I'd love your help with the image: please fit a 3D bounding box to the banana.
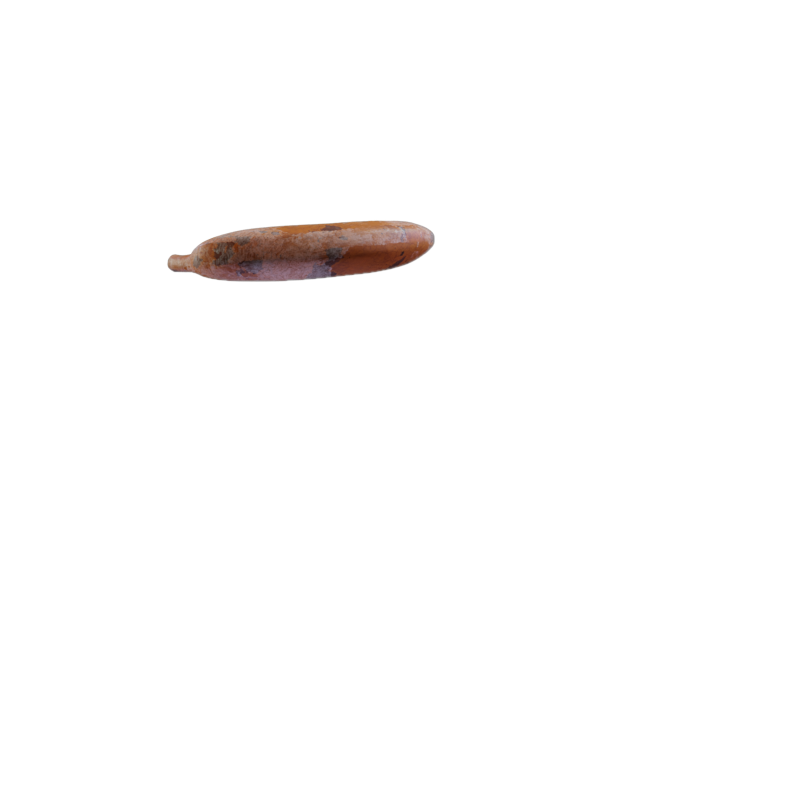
[{"bbox_3d":[-0.059,-0.106,0.770,0.194,0.035,0.073,-6,19,-16],"label":"banana"}]
